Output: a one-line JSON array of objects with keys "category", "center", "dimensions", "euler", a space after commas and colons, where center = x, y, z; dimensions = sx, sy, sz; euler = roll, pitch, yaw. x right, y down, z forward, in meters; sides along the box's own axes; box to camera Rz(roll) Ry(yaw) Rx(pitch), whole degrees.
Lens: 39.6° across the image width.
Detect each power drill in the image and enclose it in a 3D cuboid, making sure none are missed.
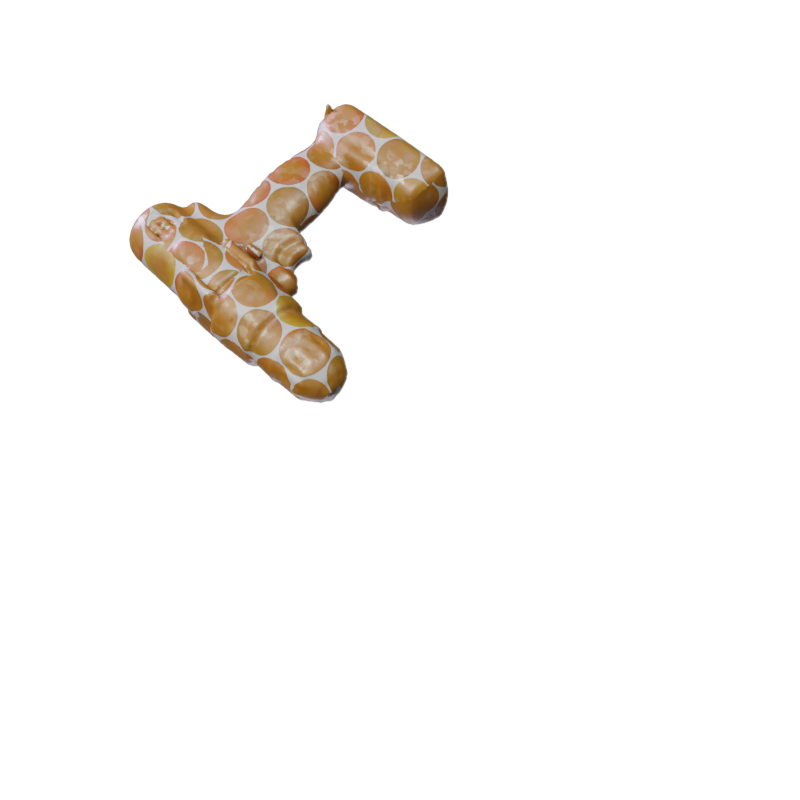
[{"category": "power drill", "center": [-0.057, -0.104, 0.730], "dimensions": [0.195, 0.054, 0.189], "euler": [39, 63, 24]}]
